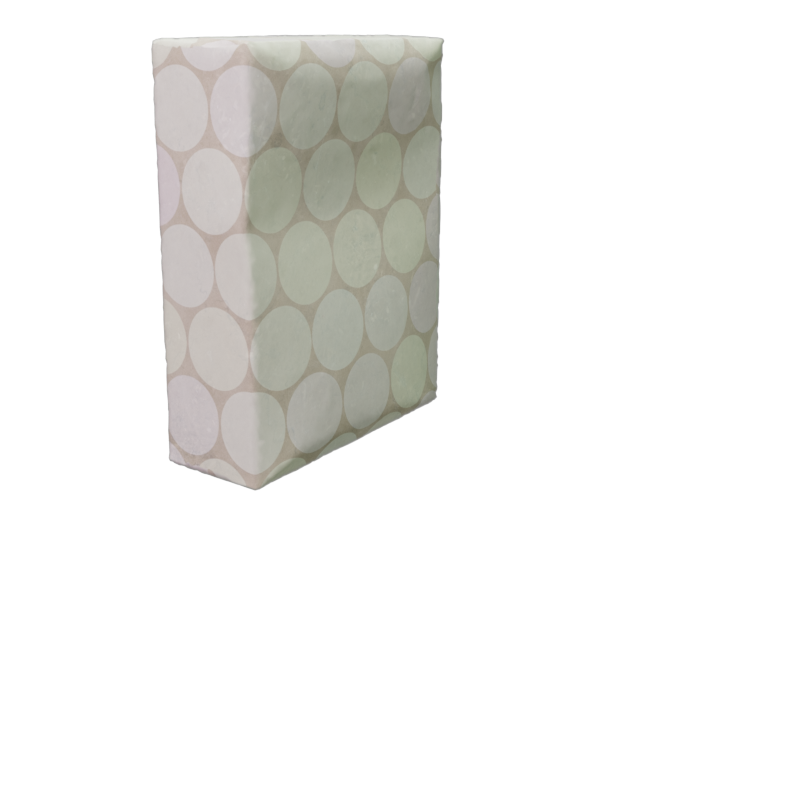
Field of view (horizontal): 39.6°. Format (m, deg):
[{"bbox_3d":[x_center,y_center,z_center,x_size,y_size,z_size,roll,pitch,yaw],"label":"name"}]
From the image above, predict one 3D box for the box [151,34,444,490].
[{"bbox_3d":[-0.046,-0.083,0.585,0.075,0.207,0.161,10,17,35],"label":"box"}]
